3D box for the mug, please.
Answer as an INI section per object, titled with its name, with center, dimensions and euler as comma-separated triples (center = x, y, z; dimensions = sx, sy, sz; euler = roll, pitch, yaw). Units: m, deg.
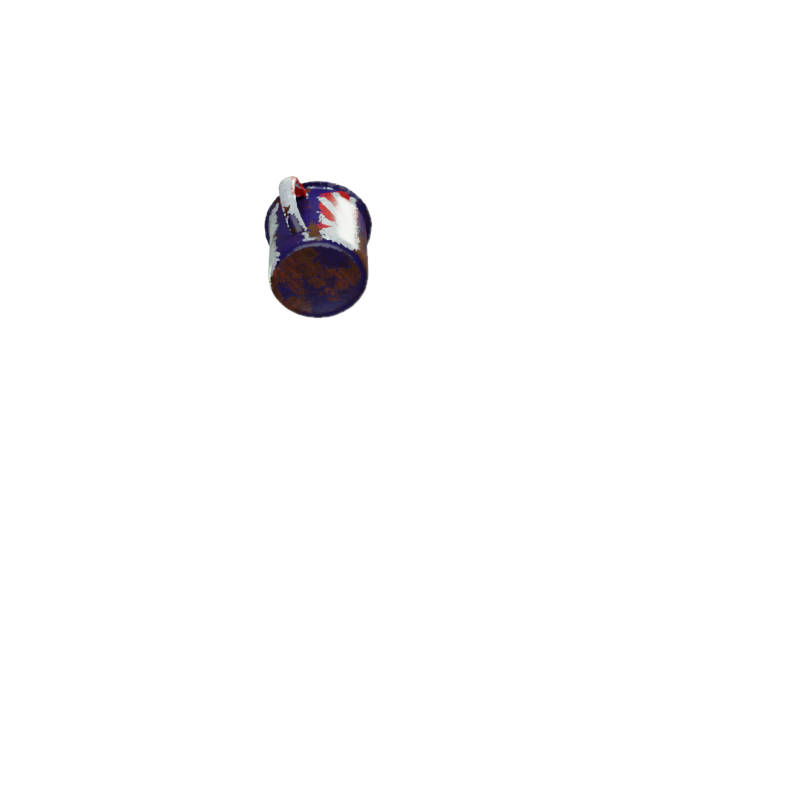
[mug]
center = -0.072, -0.131, 0.918
dimensions = 0.094, 0.109, 0.087
euler = -16, 36, 10
